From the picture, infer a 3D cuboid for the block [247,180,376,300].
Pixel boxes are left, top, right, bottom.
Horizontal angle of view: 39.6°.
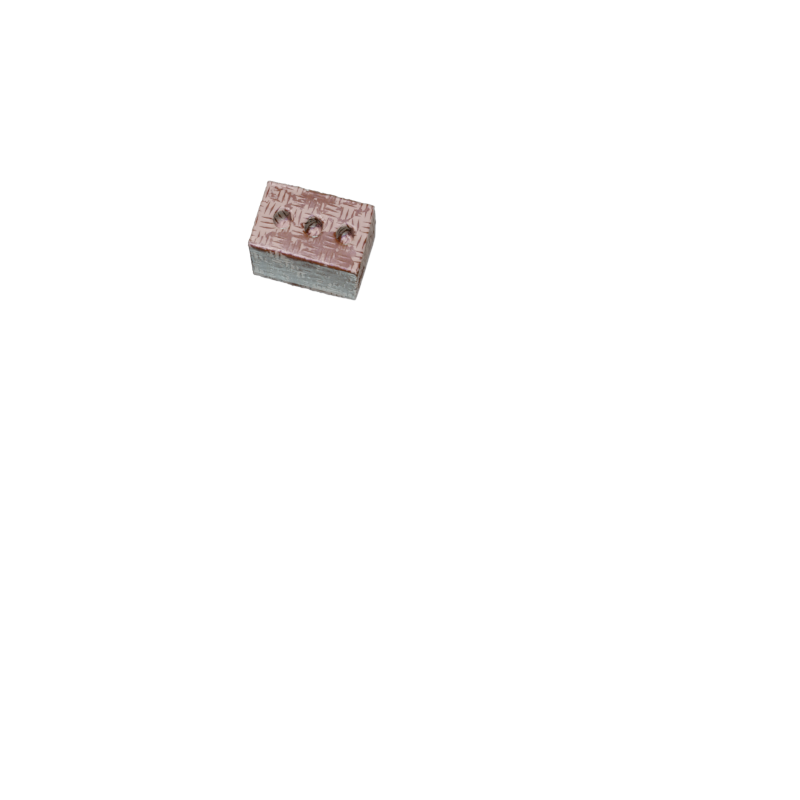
[{"bbox_3d":[-0.060,-0.109,0.761,0.079,0.055,0.049,14,-21,4],"label":"block"}]
